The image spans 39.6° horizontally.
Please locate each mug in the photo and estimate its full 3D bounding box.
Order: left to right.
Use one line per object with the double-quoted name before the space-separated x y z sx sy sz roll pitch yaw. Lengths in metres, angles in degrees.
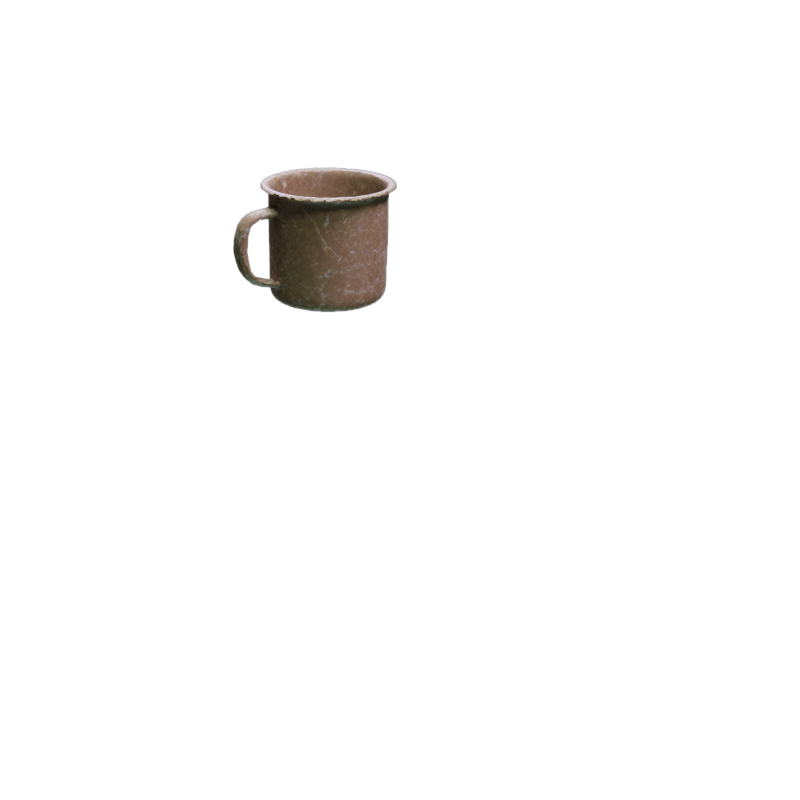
"mug" -0.059 -0.108 0.759 0.115 0.078 0.099 -13 25 -31
